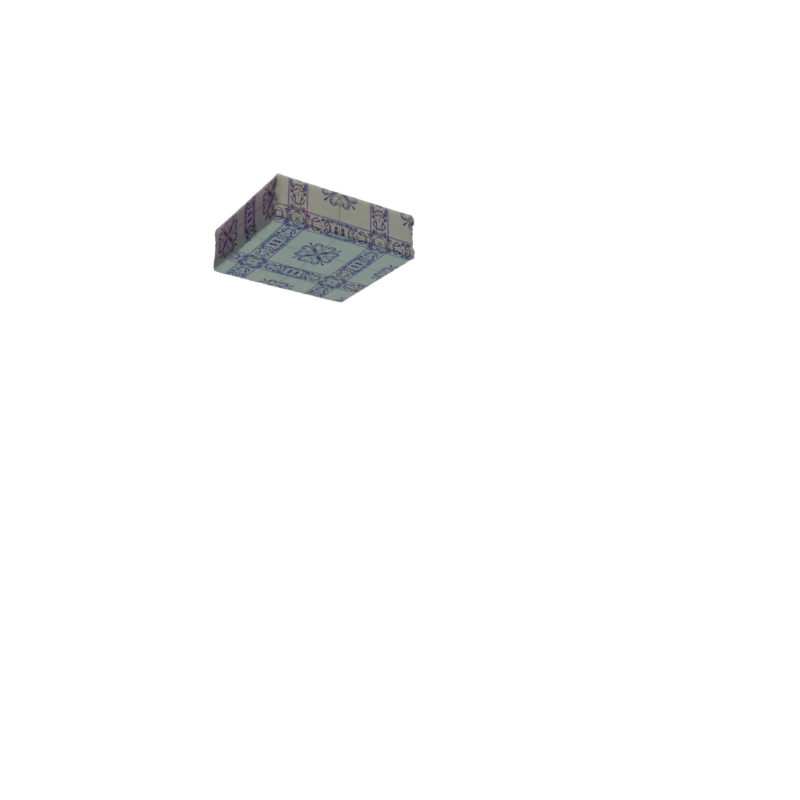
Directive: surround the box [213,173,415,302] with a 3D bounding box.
[{"bbox_3d":[-0.048,-0.088,0.613,0.085,0.032,0.073,13,-25,-30],"label":"box"}]
